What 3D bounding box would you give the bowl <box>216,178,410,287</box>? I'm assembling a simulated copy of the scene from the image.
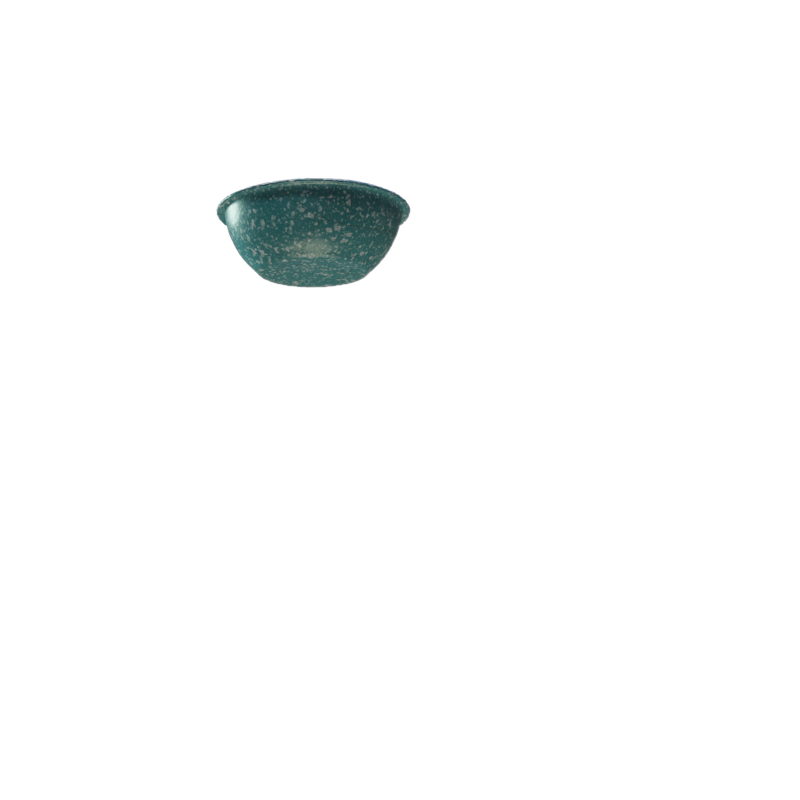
[{"bbox_3d":[-0.072,-0.131,0.919,0.162,0.057,0.157,0,-11,-2],"label":"bowl"}]
